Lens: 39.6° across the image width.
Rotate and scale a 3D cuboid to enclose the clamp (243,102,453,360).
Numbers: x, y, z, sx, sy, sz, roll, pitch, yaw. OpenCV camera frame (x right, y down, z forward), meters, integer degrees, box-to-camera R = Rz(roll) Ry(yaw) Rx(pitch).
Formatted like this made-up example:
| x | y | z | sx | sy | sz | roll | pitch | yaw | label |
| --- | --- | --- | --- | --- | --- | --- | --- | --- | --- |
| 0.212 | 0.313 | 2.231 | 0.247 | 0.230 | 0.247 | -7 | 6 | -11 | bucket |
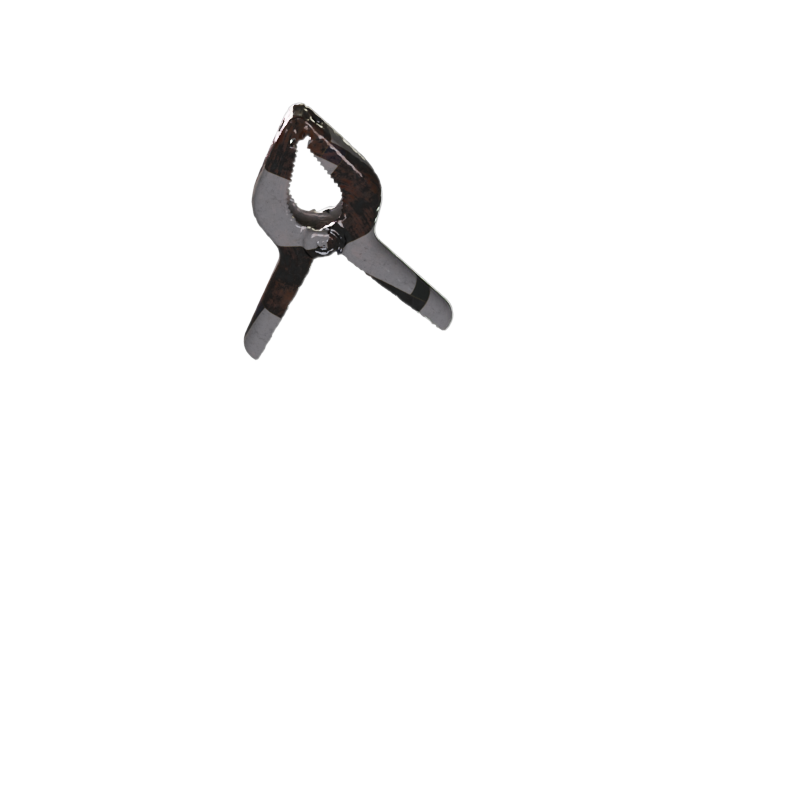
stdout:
| x | y | z | sx | sy | sz | roll | pitch | yaw | label |
| --- | --- | --- | --- | --- | --- | --- | --- | --- | --- |
| -0.064 | -0.118 | 0.824 | 0.165 | 0.196 | 0.039 | -15 | 32 | 9 | clamp |
